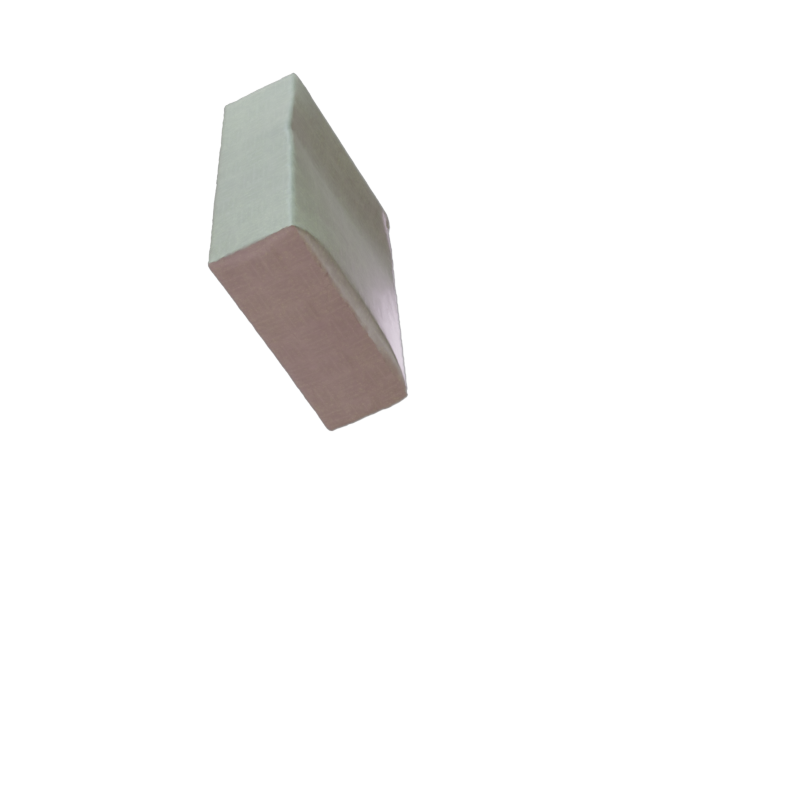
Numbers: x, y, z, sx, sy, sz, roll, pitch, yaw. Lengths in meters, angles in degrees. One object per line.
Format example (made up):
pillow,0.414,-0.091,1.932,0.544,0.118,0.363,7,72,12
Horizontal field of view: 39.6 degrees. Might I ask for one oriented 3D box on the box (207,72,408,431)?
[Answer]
box,-0.062,-0.113,0.793,0.072,0.152,0.229,-24,36,15
